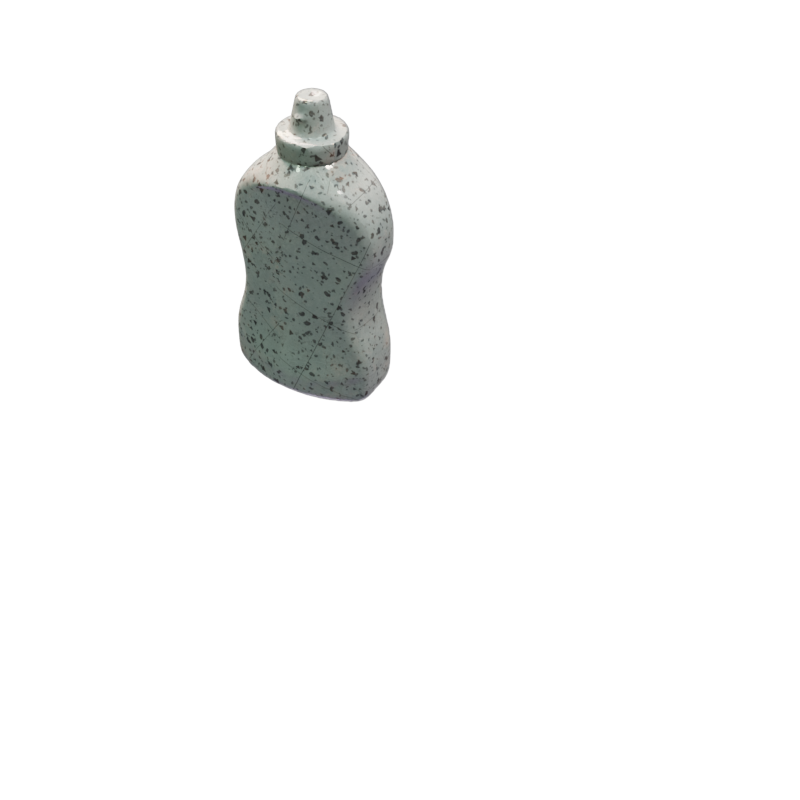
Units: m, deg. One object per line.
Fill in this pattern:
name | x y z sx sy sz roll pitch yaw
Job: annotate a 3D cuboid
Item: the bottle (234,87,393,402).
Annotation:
bottle | -0.051 -0.092 0.648 0.101 0.179 0.059 23 41 24
